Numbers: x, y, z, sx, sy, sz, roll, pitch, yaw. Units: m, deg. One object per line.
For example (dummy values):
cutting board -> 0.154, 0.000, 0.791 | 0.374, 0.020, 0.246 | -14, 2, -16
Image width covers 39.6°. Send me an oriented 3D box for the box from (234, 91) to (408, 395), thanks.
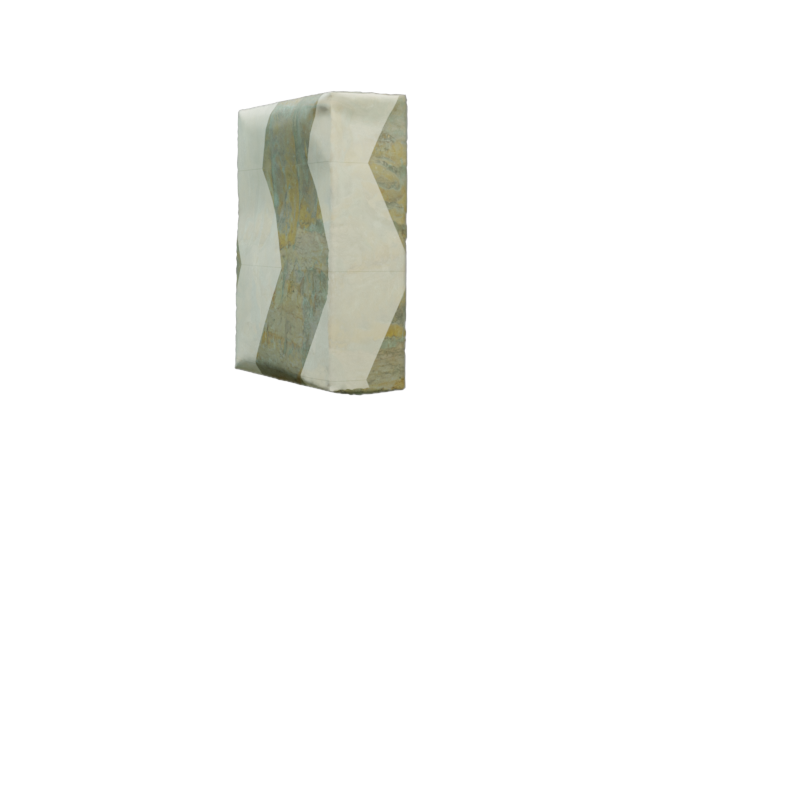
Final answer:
box -> -0.066, -0.120, 0.844 | 0.069, 0.213, 0.171 | -1, 4, -31
